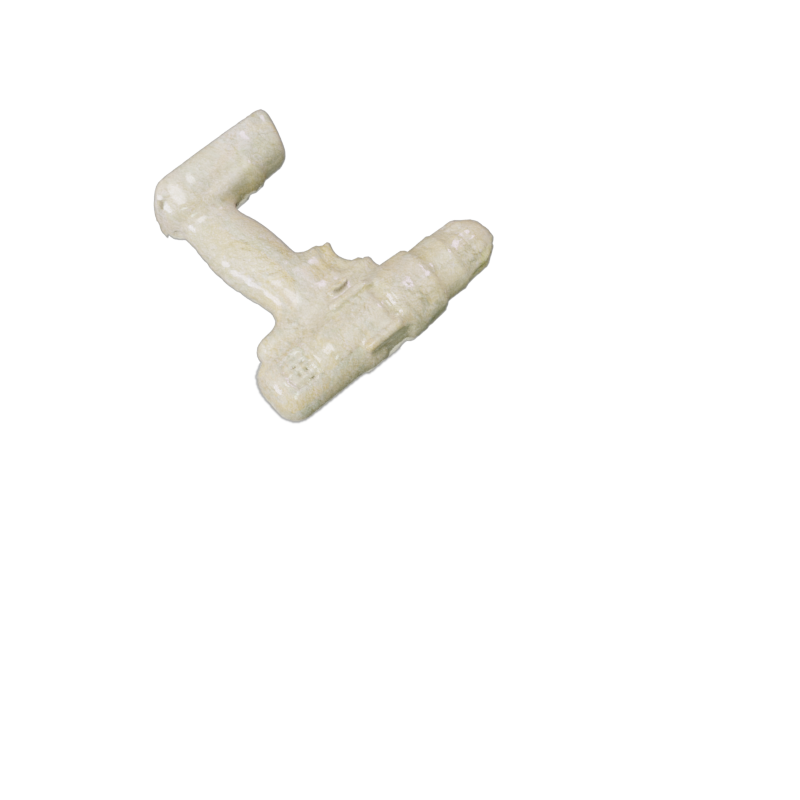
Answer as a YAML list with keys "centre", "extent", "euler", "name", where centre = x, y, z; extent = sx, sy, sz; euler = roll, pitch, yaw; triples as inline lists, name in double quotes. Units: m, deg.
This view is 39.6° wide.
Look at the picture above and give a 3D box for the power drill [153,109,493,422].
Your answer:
- centre: [-0.057, -0.105, 0.733]
  extent: [0.186, 0.197, 0.054]
  euler: [-38, -20, -17]
  name: "power drill"
